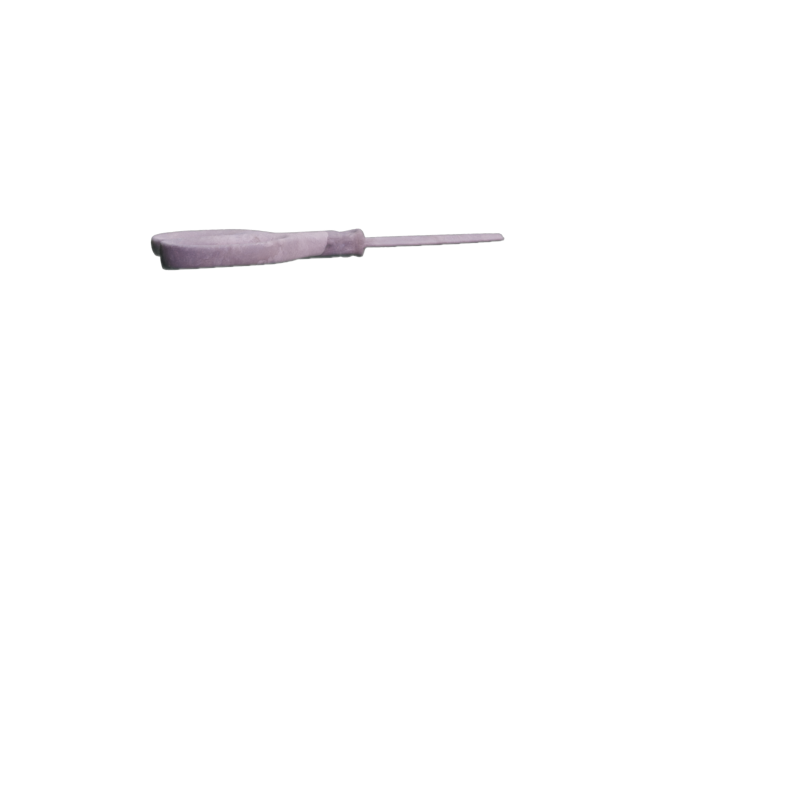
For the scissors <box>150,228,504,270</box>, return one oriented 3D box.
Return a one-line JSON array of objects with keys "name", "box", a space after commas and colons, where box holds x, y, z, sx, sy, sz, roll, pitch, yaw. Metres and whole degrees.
[{"name": "scissors", "box": [-0.048, -0.087, 0.608, 0.196, 0.015, 0.101, -10, 17, -37]}]
